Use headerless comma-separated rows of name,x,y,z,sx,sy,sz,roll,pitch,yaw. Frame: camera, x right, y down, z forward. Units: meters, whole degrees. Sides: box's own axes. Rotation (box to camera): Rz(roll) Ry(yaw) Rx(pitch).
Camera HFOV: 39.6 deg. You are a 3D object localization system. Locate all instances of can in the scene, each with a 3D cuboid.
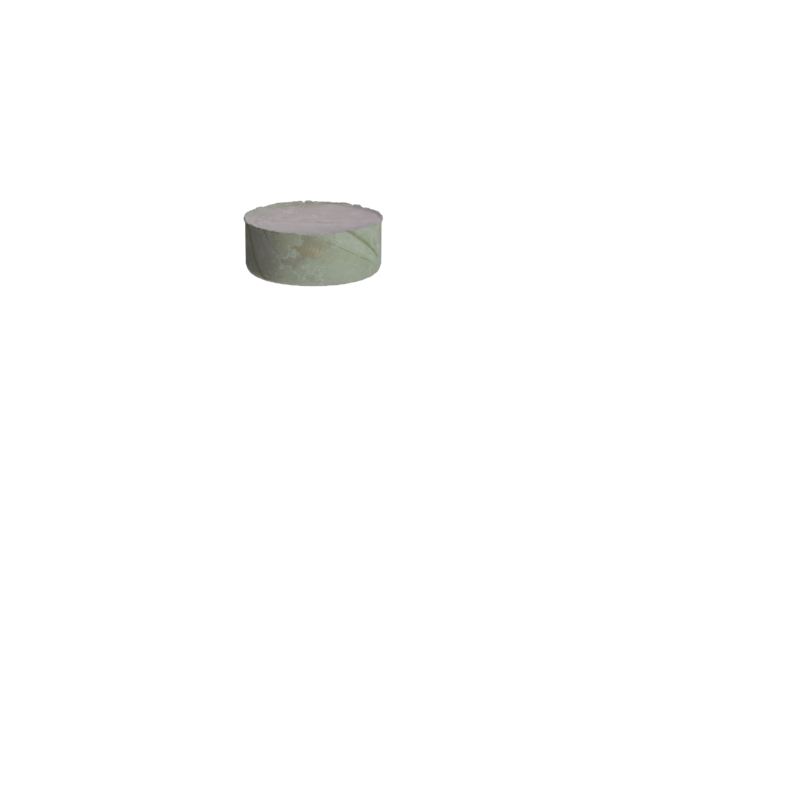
can,-0.054,-0.098,0.686,0.086,0.032,0.090,-1,21,-2
